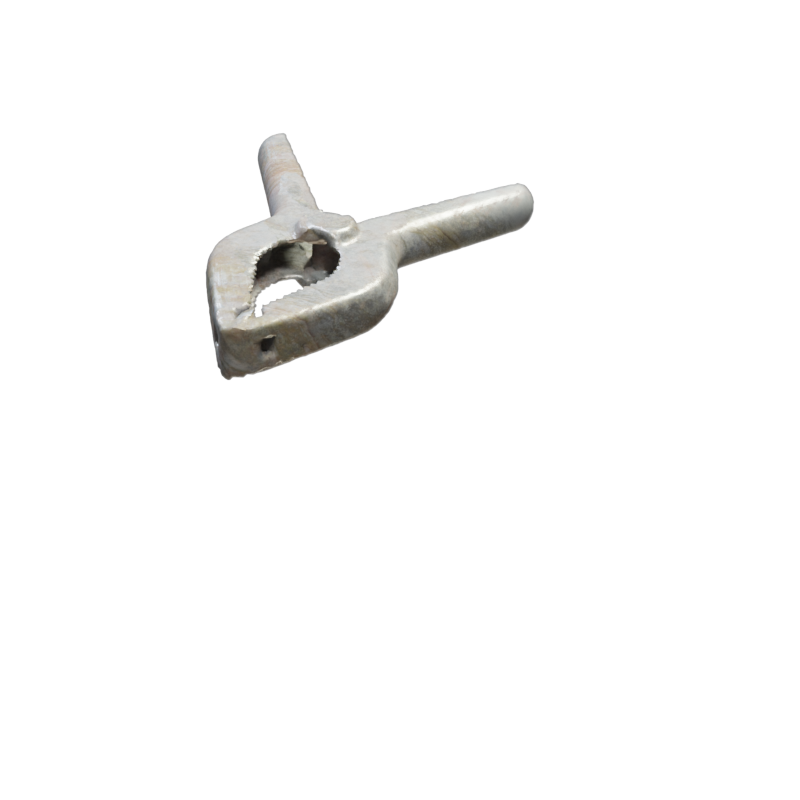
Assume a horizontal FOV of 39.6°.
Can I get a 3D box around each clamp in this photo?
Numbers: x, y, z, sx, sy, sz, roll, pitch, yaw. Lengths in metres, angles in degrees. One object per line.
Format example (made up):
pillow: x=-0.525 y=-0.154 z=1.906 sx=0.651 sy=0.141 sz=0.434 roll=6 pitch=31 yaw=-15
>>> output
clamp: x=-0.045 y=-0.081 z=0.570 sx=0.172 sy=0.034 sz=0.214 roll=18 pitch=39 yaw=24
